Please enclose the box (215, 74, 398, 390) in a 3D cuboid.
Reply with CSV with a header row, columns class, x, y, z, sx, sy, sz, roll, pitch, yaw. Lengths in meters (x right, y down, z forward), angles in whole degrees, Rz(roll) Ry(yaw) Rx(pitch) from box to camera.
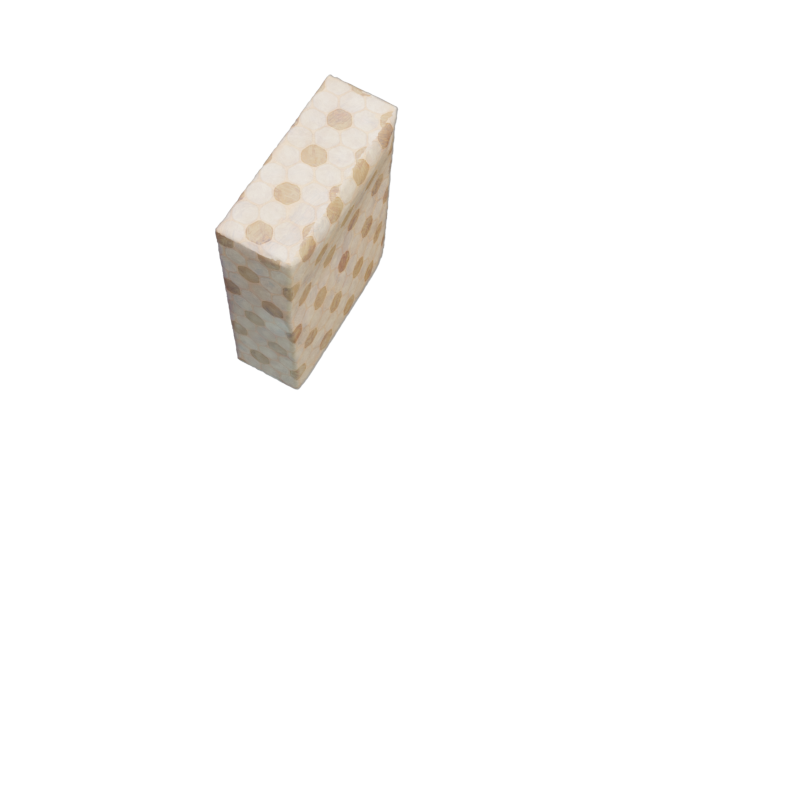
class,x,y,z,sx,sy,sz,roll,pitch,yaw
box,-0.070,-0.127,0.890,0.074,0.169,0.202,26,-25,8
